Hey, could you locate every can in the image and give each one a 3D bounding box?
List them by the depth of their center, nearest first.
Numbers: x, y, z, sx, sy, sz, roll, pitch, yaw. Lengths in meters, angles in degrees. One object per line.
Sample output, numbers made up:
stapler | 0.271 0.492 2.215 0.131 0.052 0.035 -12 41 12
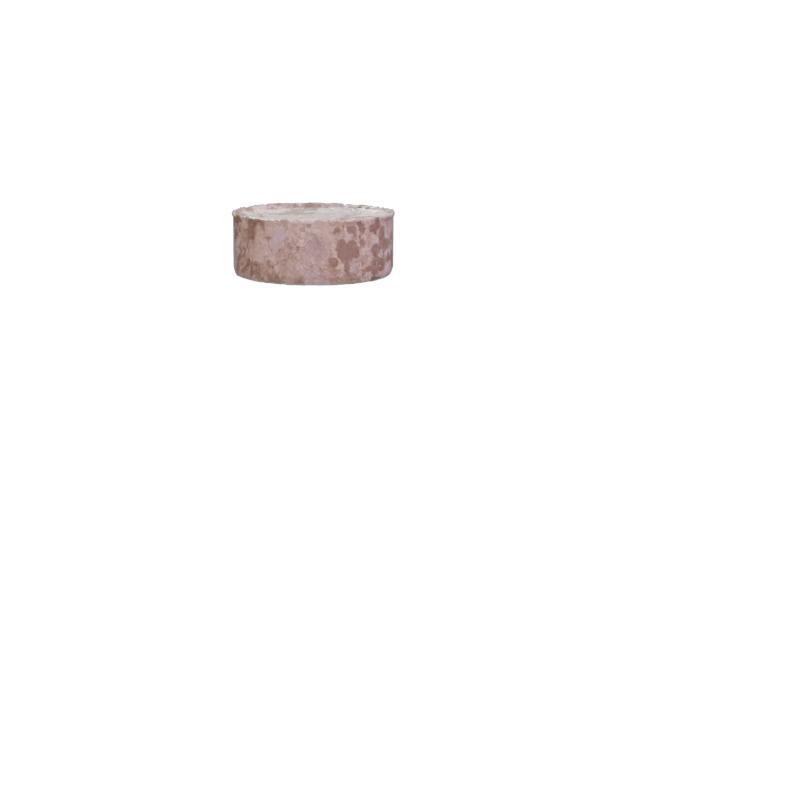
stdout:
can | -0.046 -0.083 0.584 0.086 0.033 0.088 0 15 -2
